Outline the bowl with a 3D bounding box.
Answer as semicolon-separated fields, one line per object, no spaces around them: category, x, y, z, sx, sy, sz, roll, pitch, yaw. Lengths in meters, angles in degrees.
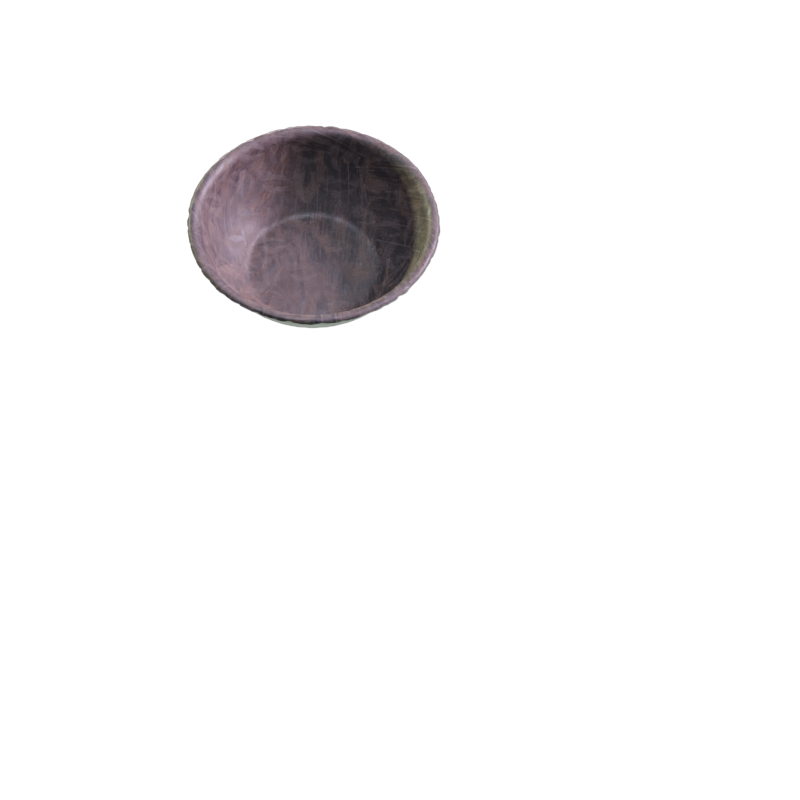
bowl;-0.057;-0.104;0.728;0.162;0.173;0.051;-1;-35;-1
